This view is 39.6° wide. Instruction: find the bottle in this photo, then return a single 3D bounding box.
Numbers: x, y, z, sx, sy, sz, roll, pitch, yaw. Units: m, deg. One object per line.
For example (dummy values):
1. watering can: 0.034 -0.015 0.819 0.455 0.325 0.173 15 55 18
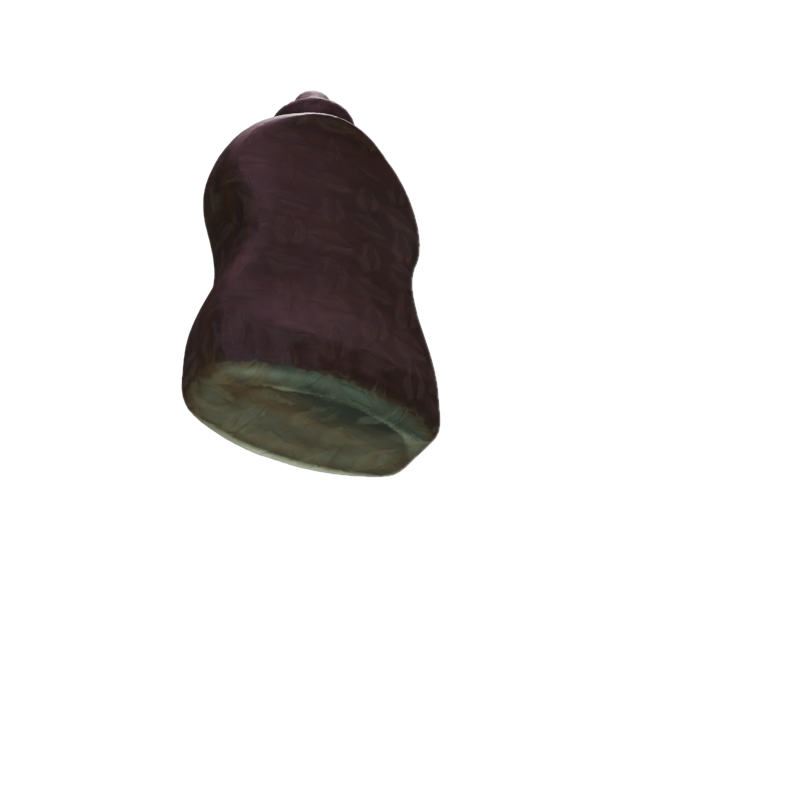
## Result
1. bottle: -0.037 -0.066 0.466 0.092 0.206 0.056 17 -46 -22
